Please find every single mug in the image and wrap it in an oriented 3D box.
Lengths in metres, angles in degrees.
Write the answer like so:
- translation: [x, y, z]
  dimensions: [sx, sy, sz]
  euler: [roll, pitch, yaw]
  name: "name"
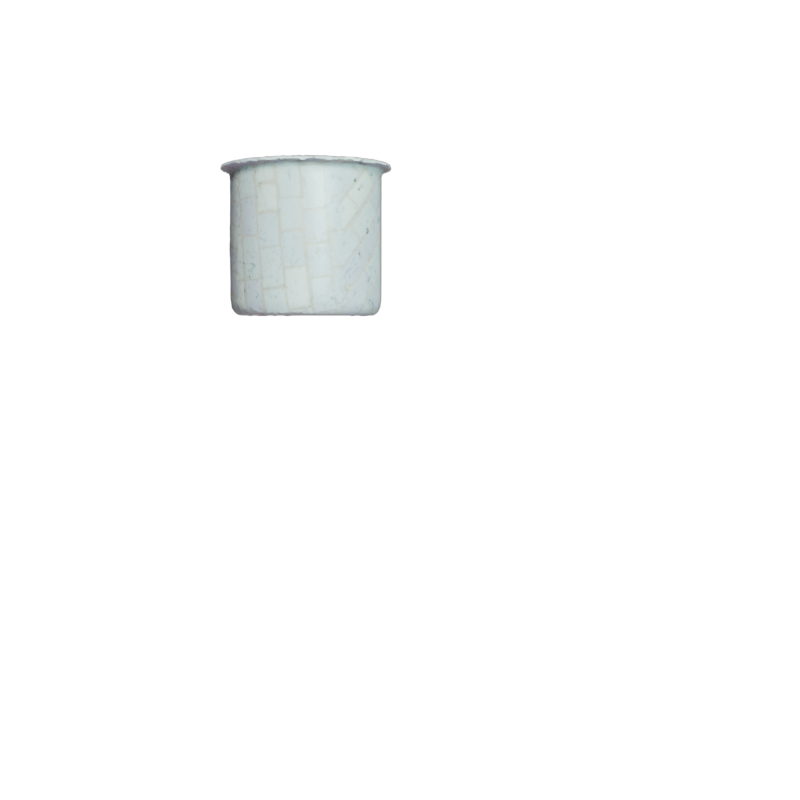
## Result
- translation: [-0.048, -0.087, 0.611]
  dimensions: [0.095, 0.082, 0.114]
  euler: [0, 2, 17]
  name: "mug"
